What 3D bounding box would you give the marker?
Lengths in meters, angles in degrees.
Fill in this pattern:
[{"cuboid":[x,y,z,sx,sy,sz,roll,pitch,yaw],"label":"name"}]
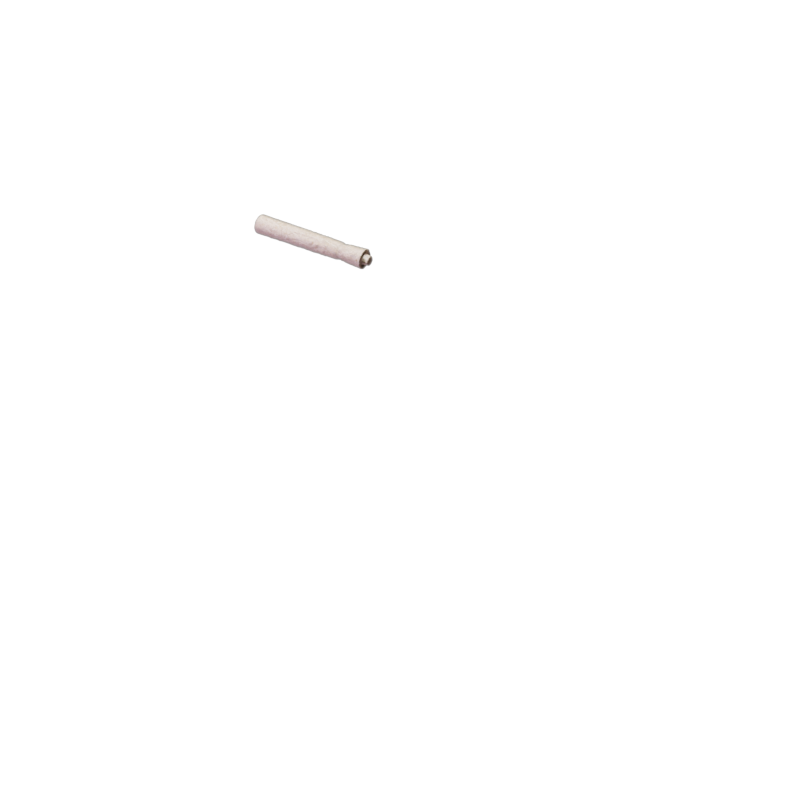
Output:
[{"cuboid":[-0.078,-0.142,0.998,0.127,0.019,0.019,22,14,28],"label":"marker"}]
